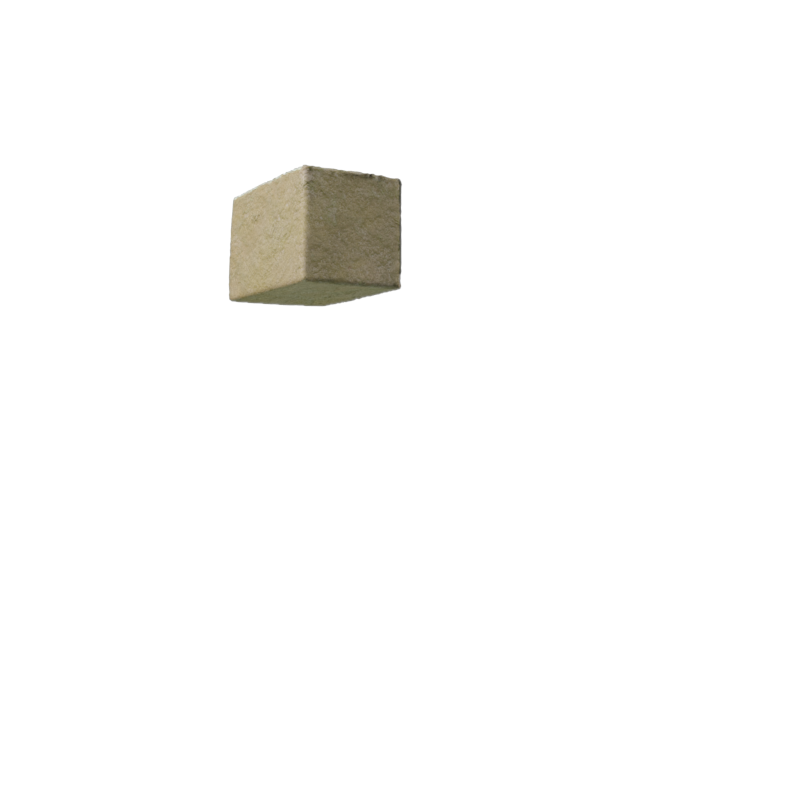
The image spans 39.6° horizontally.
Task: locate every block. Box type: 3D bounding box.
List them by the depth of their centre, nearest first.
[{"bbox_3d":[-0.040,-0.074,0.517,0.051,0.052,0.080,4,-6,-31],"label":"block"}]
